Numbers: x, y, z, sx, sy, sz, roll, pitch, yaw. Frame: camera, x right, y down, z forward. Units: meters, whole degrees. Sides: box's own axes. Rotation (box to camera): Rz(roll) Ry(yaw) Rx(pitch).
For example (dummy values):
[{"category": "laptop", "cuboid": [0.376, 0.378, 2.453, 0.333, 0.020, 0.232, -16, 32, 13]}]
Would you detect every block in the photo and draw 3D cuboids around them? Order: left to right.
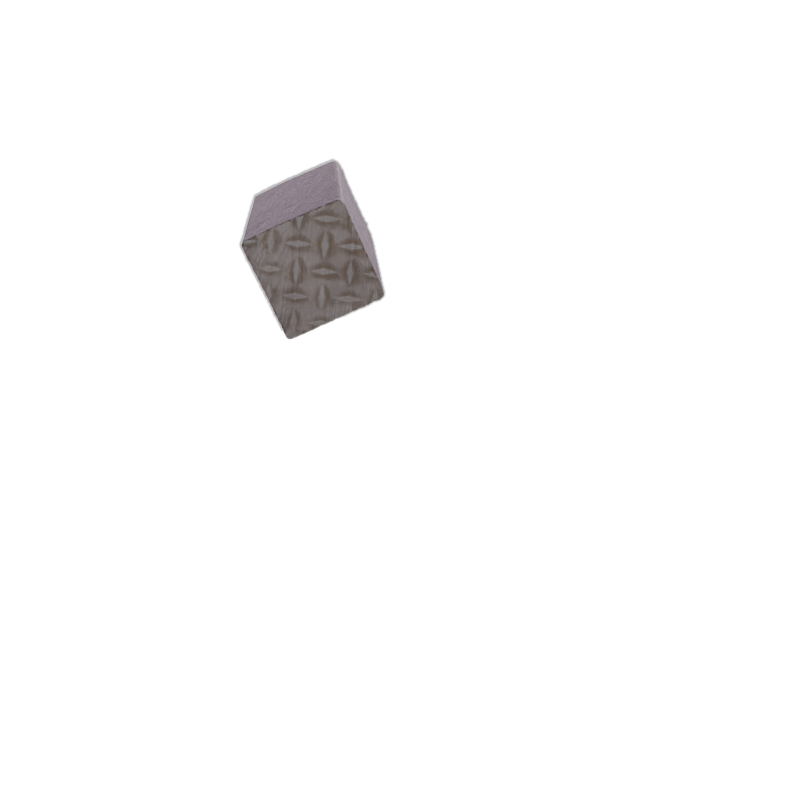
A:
[{"category": "block", "cuboid": [-0.076, -0.140, 0.978, 0.090, 0.087, 0.214, -24, 19, 4]}]
